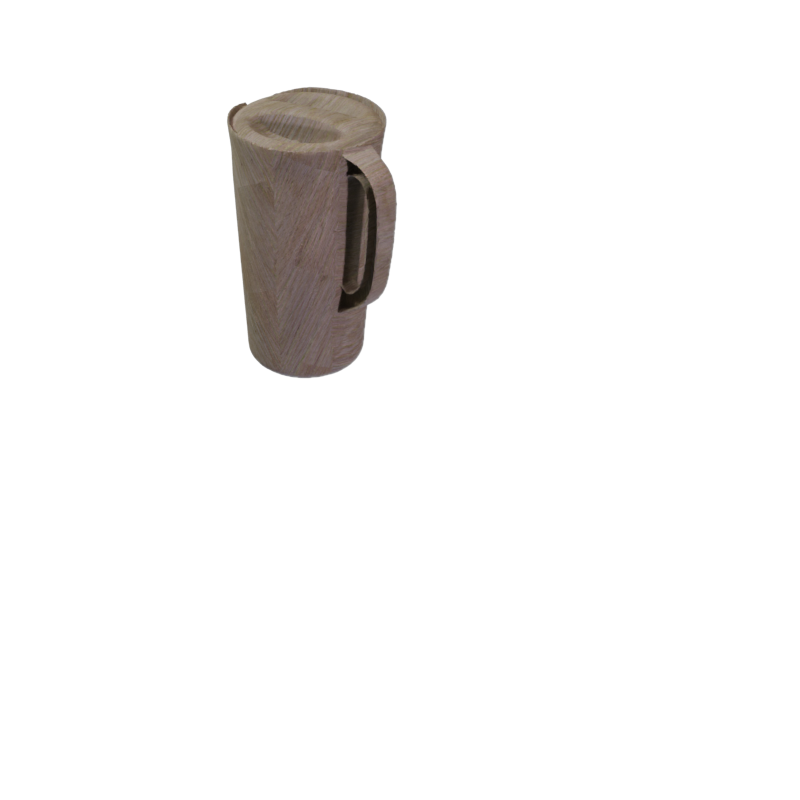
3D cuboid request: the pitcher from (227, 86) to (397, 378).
[{"bbox_3d":[-0.076,-0.139,0.970,0.146,0.228,0.158,4,33,2],"label":"pitcher"}]
